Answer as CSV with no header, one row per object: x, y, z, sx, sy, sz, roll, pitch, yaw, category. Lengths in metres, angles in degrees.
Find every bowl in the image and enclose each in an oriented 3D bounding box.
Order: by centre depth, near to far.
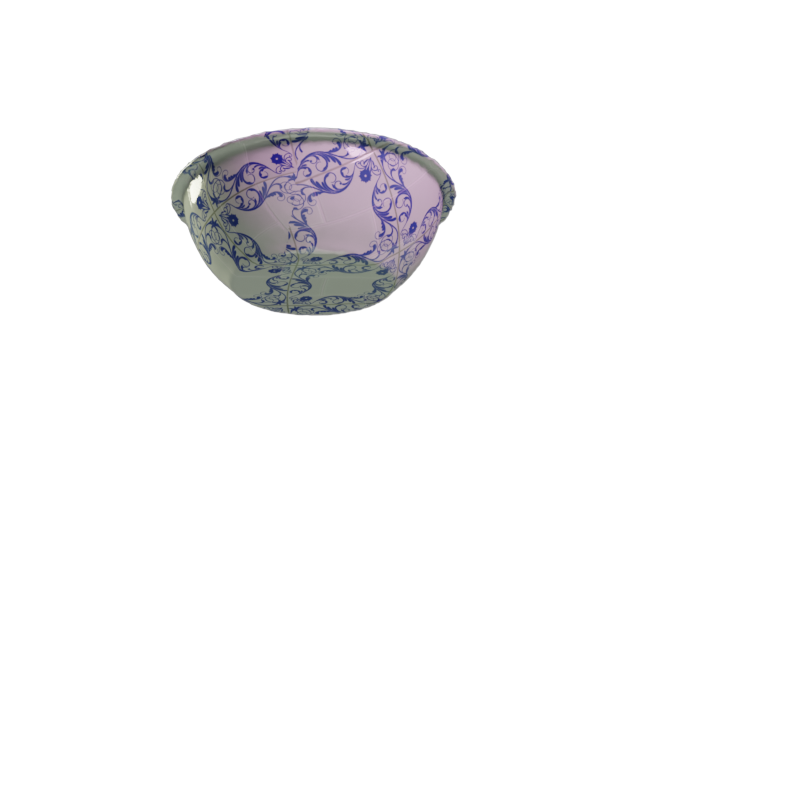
-0.049,-0.089,0.622,0.162,0.058,0.155,0,-18,-2,bowl
